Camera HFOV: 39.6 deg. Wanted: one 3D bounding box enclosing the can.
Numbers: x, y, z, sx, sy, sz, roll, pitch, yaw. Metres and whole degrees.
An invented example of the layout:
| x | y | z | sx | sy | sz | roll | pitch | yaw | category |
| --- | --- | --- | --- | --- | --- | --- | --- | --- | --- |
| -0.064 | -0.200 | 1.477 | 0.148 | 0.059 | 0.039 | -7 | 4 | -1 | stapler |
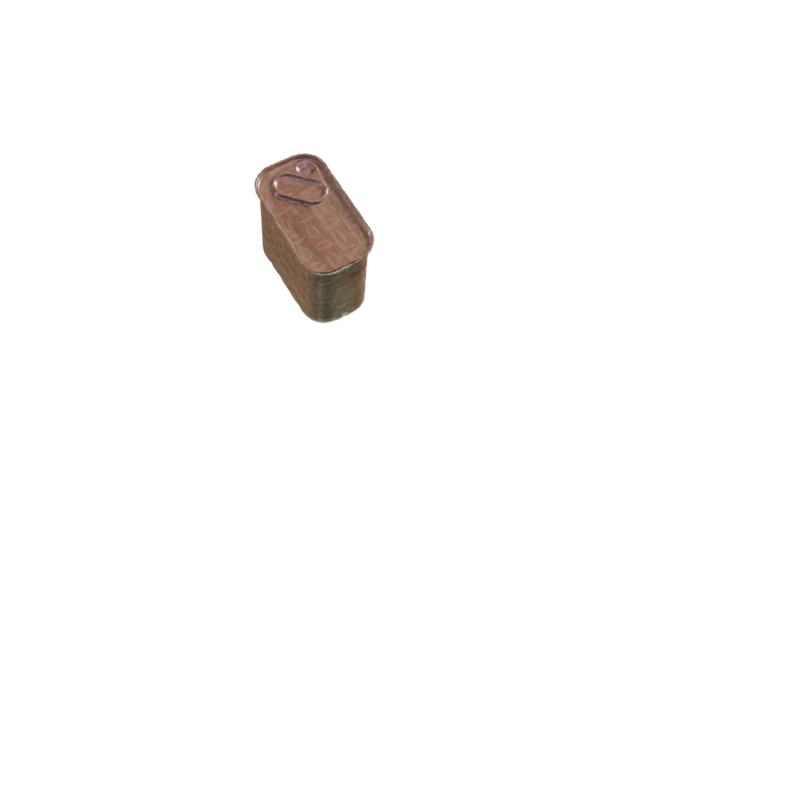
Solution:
| x | y | z | sx | sy | sz | roll | pitch | yaw | category |
| --- | --- | --- | --- | --- | --- | --- | --- | --- | --- |
| -0.065 | -0.118 | 0.825 | 0.057 | 0.109 | 0.079 | -26 | -25 | -15 | can |
